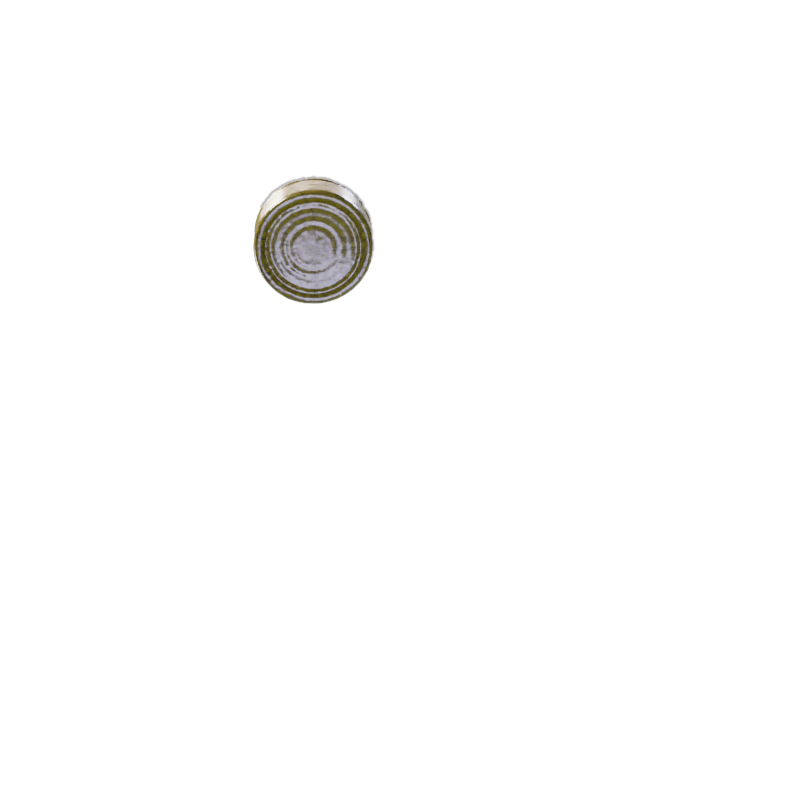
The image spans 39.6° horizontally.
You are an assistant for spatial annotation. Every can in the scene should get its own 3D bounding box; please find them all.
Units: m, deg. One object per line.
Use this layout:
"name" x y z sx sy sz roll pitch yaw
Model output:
"can" -0.062 -0.113 0.790 0.086 0.082 0.035 0 21 -1
